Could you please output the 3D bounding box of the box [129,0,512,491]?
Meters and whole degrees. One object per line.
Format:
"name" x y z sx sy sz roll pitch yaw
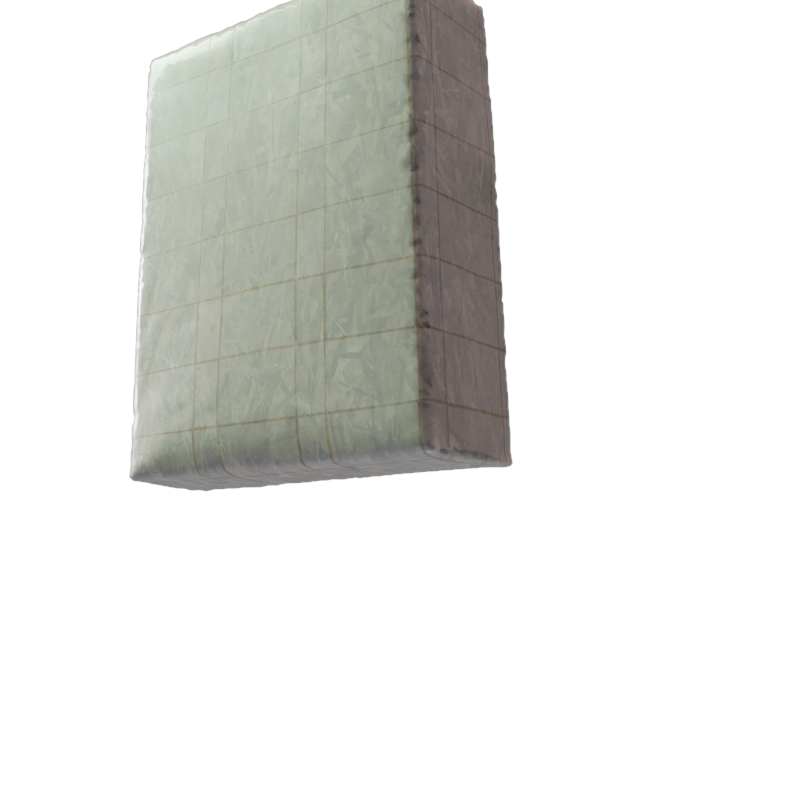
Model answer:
"box" -0.040 -0.072 0.507 0.168 0.223 0.067 -12 -20 34
